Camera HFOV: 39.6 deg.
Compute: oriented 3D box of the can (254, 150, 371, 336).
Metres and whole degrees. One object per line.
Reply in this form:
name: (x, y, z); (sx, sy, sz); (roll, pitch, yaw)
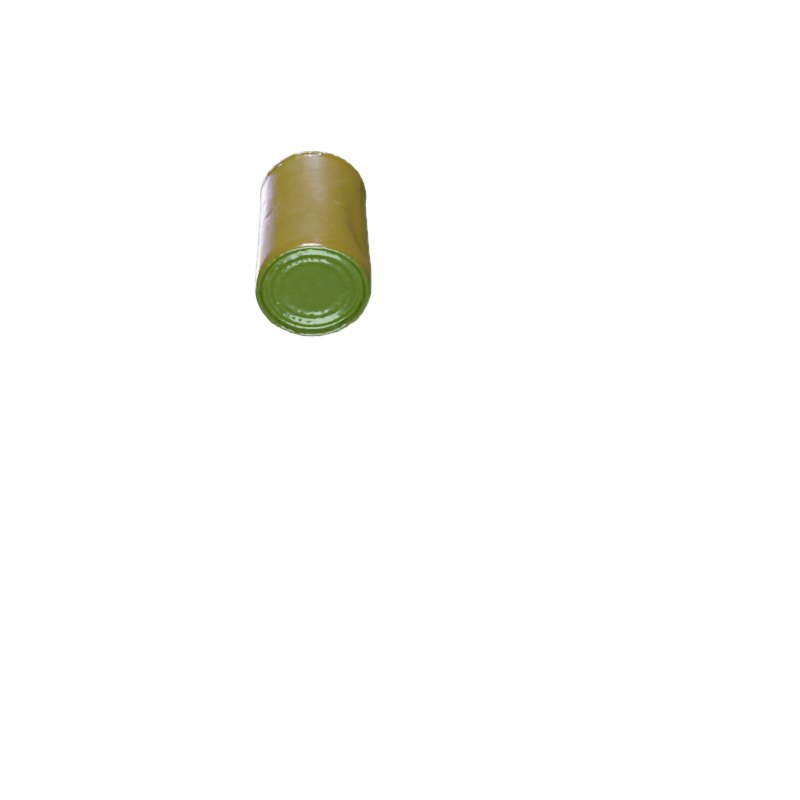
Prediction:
can: (-0.052, -0.095, 0.666); (0.068, 0.064, 0.109); (-1, 39, -3)
